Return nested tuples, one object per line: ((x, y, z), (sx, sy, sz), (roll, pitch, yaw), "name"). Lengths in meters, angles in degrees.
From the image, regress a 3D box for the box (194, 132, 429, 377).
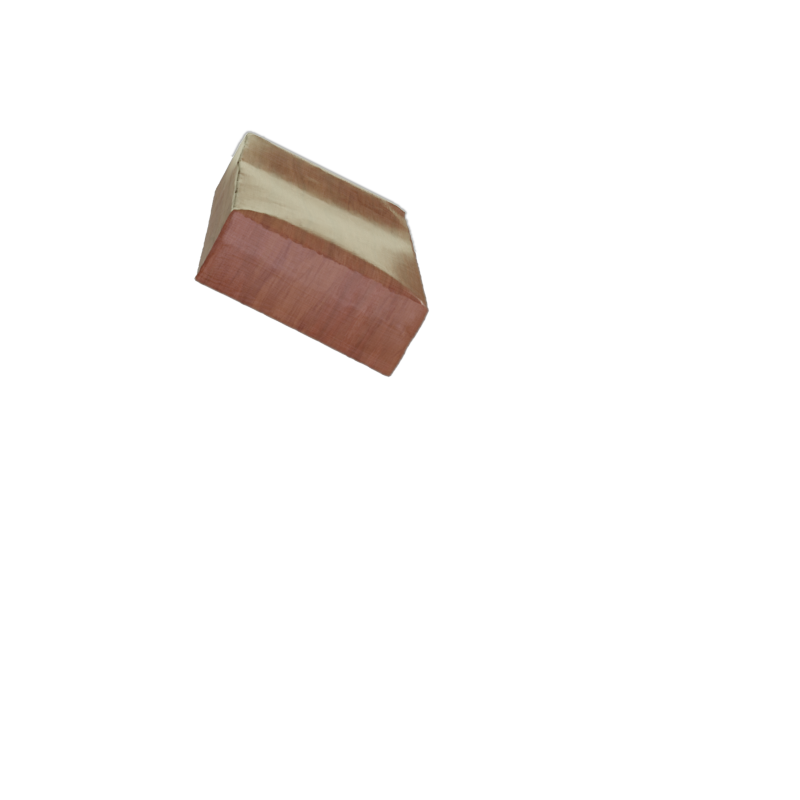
((-0.069, -0.126, 0.885), (0.160, 0.070, 0.226), (25, 23, -14), "box")
